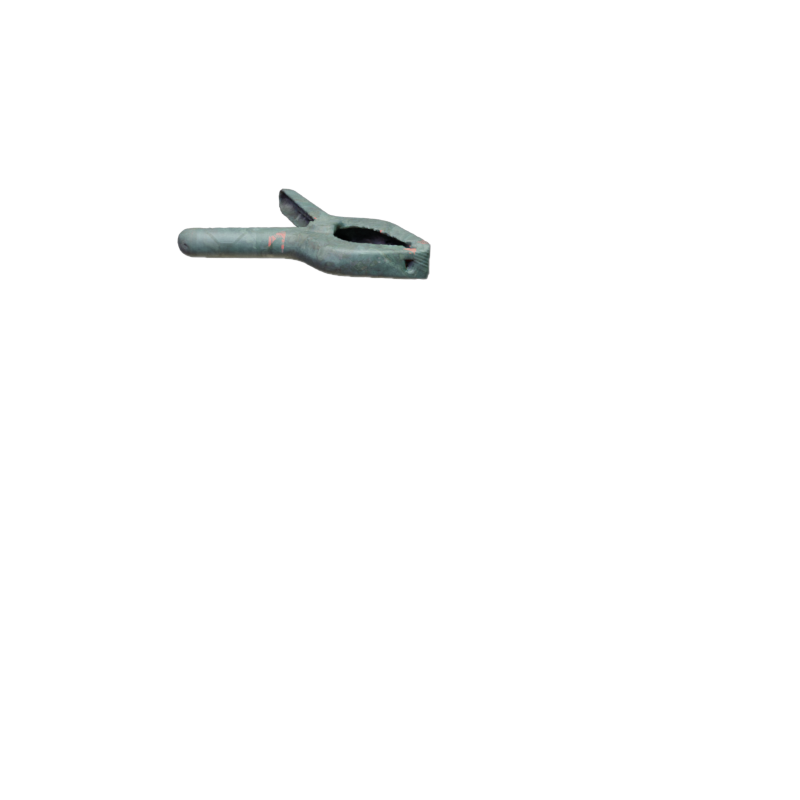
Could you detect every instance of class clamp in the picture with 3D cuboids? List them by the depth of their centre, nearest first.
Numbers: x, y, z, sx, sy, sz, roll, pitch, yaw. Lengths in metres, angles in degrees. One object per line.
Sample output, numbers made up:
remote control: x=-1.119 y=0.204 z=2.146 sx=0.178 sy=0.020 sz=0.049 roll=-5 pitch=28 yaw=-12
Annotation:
clamp: x=-0.075 y=-0.136 z=0.954 sx=0.222 sy=0.034 sz=0.164 roll=20 pitch=33 yaw=33
